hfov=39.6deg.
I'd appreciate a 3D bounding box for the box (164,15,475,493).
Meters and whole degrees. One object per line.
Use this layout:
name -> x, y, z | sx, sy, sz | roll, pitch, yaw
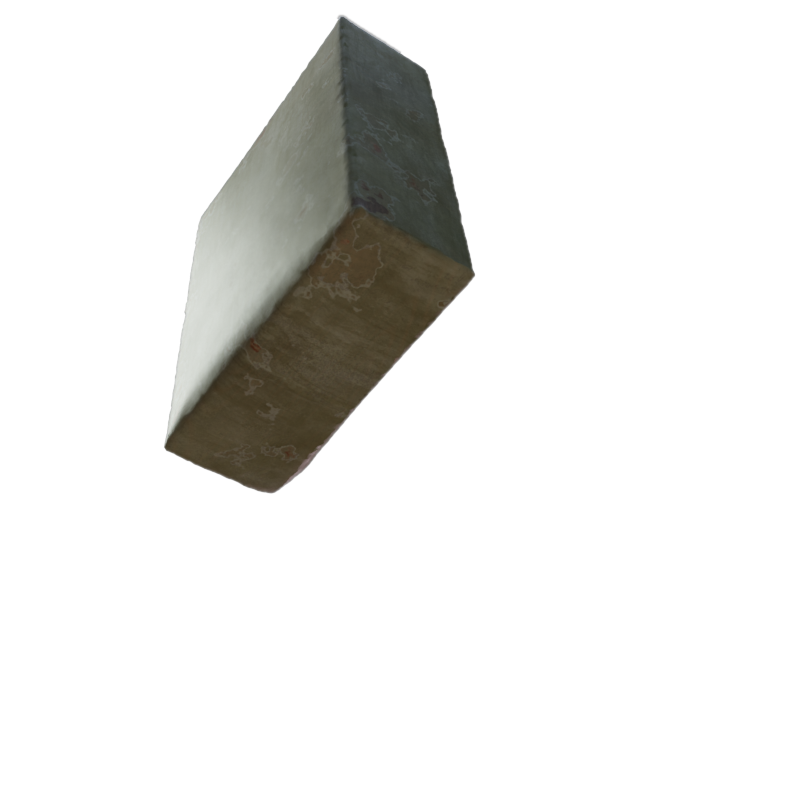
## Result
box -> -0.046, -0.083, 0.584 | 0.069, 0.160, 0.229 | 29, 31, -23
